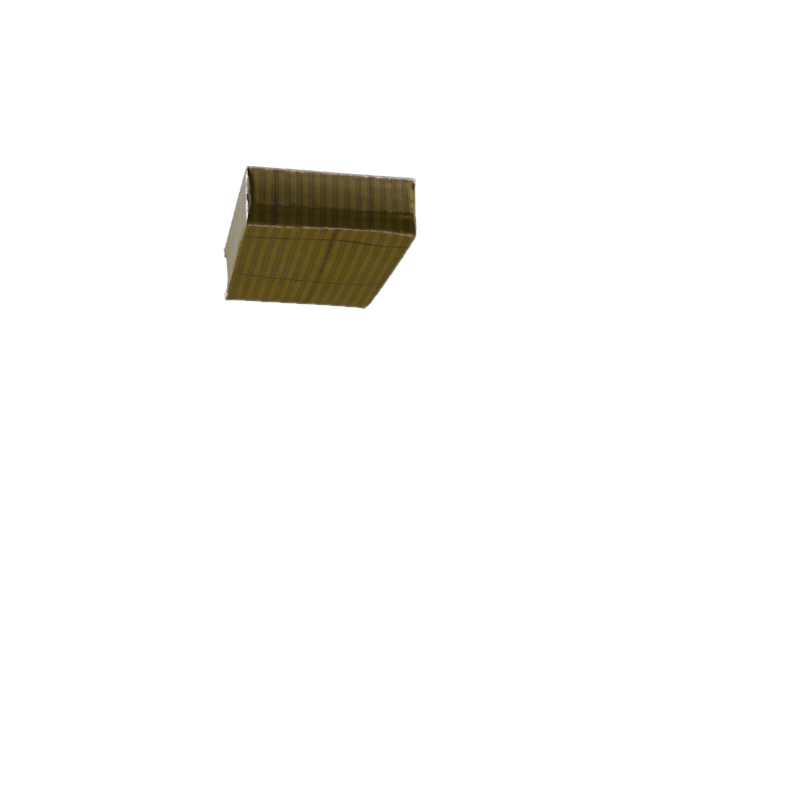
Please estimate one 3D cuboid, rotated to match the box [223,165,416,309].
[{"bbox_3d":[-0.048,-0.087,0.611,0.088,0.041,0.110,4,-20,-13],"label":"box"}]
